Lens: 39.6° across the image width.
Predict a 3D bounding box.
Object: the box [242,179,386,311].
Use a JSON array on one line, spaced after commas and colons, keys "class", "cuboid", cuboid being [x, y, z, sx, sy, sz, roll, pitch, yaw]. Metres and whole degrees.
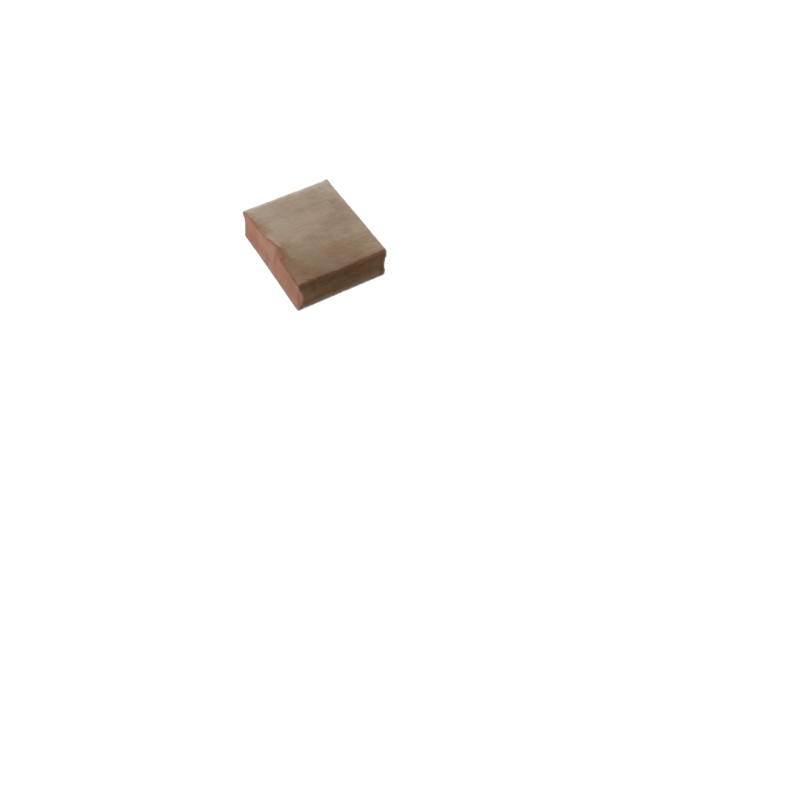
[{"class": "box", "cuboid": [-0.064, -0.116, 0.811, 0.073, 0.096, 0.028, -24, -36, -19]}]
